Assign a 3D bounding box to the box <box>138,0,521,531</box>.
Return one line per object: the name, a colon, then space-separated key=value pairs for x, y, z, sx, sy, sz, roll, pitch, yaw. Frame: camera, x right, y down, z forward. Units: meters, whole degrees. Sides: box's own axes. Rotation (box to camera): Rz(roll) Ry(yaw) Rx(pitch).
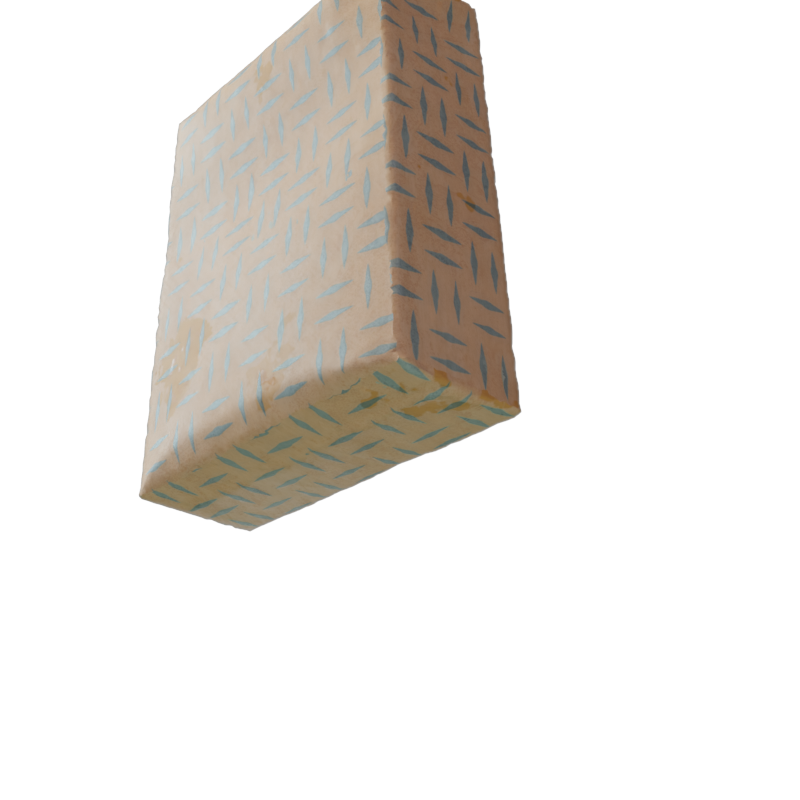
box: x=-0.039 y=-0.071 z=0.498 sx=0.067 sy=0.228 sz=0.164 roll=25 pitch=-40 yaw=-37
